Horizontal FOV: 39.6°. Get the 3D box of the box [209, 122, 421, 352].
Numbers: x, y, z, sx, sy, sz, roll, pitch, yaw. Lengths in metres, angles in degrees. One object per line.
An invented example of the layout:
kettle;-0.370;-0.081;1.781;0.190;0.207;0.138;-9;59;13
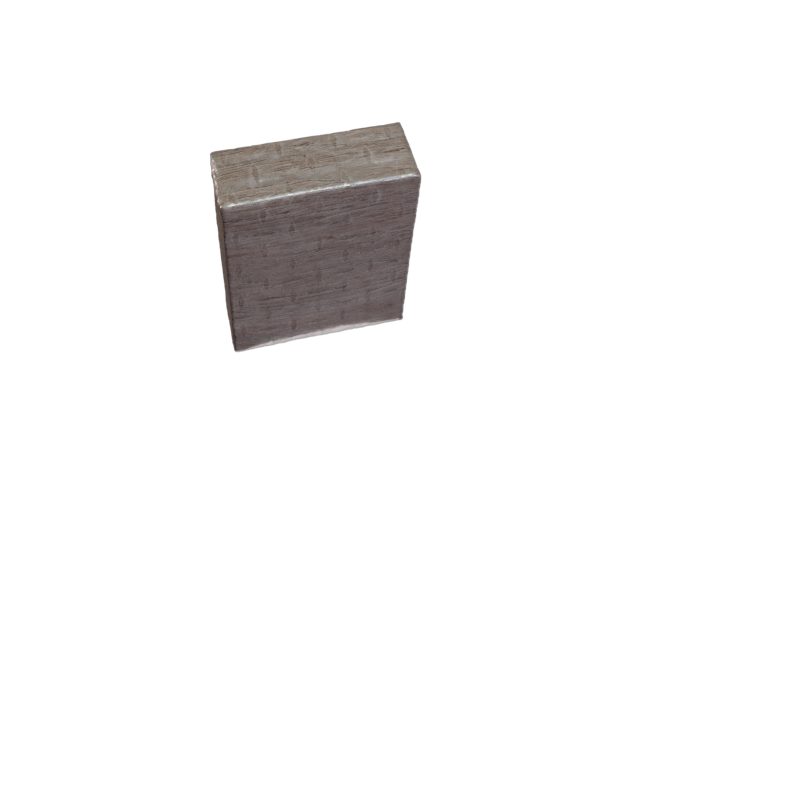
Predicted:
box;-0.076;-0.138;0.967;0.163;0.077;0.200;-11;-31;-9
